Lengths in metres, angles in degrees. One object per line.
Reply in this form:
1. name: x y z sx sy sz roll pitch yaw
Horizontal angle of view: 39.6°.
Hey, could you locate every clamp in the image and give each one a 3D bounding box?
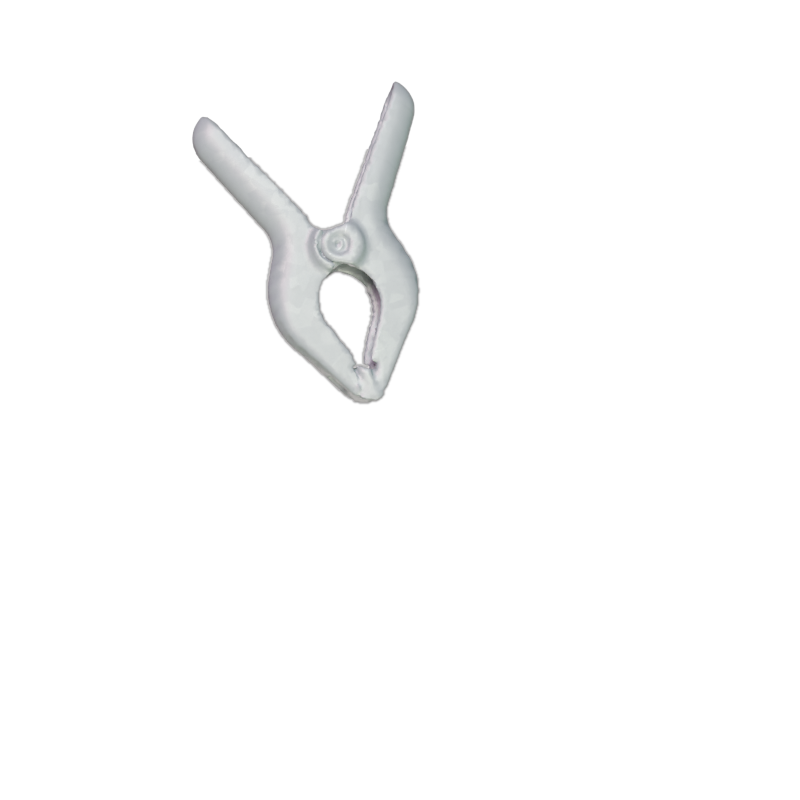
1. clamp: -0.046 -0.083 0.583 0.120 0.177 0.038 -5 -13 -1
